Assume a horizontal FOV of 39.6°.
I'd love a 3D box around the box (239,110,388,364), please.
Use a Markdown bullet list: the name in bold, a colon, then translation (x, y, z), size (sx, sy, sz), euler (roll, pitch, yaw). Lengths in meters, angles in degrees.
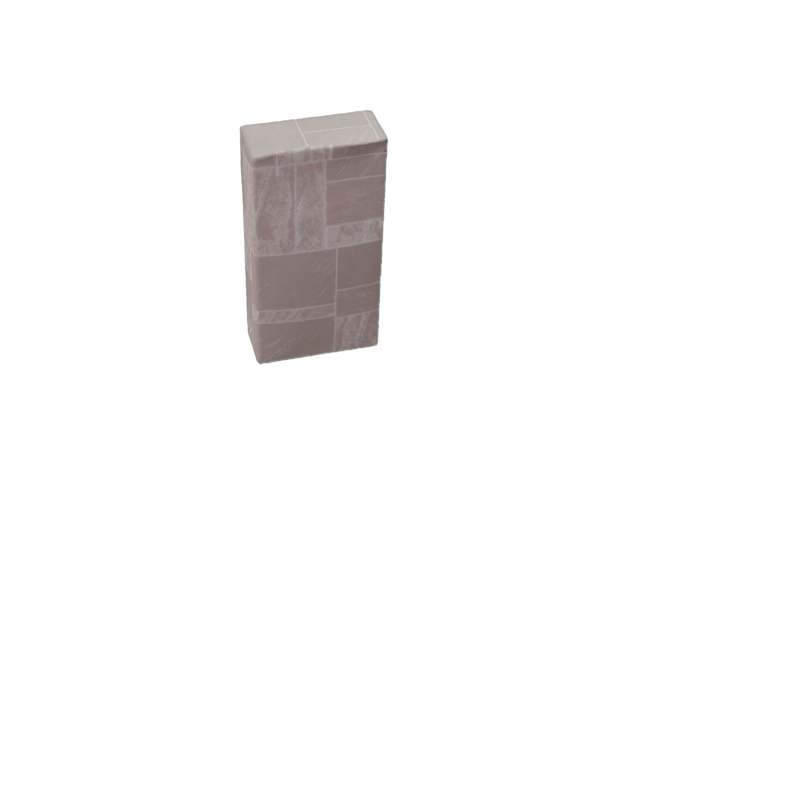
- **box**: translation (-0.060, -0.109, 0.763), size (0.092, 0.164, 0.052), euler (-9, 43, -13)
